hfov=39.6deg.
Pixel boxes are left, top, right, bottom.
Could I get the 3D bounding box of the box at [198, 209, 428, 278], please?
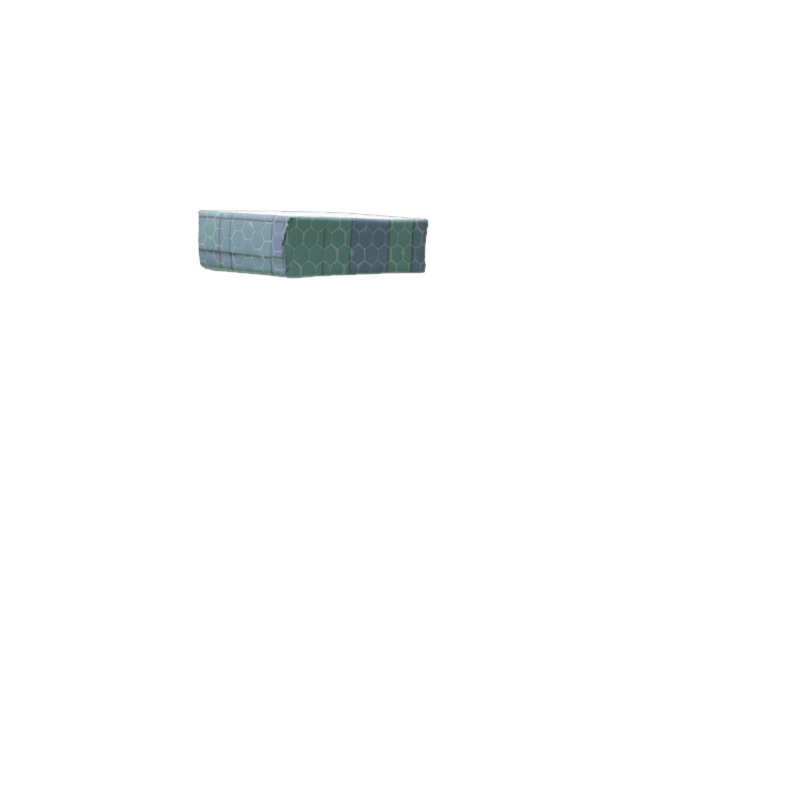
[{"bbox_3d":[-0.053,-0.096,0.675,0.110,0.038,0.094,-9,14,-42],"label":"box"}]
